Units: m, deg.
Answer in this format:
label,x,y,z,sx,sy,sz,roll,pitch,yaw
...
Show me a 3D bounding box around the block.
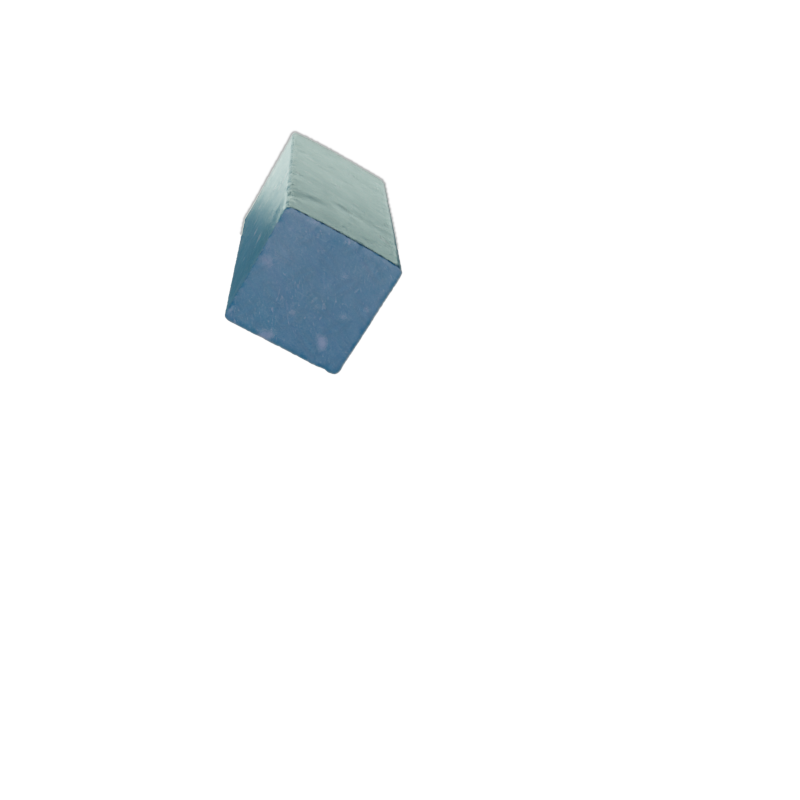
label,x,y,z,sx,sy,sz,roll,pitch,yaw
block,-0.064,-0.117,0.822,0.088,0.089,0.217,27,20,-15
